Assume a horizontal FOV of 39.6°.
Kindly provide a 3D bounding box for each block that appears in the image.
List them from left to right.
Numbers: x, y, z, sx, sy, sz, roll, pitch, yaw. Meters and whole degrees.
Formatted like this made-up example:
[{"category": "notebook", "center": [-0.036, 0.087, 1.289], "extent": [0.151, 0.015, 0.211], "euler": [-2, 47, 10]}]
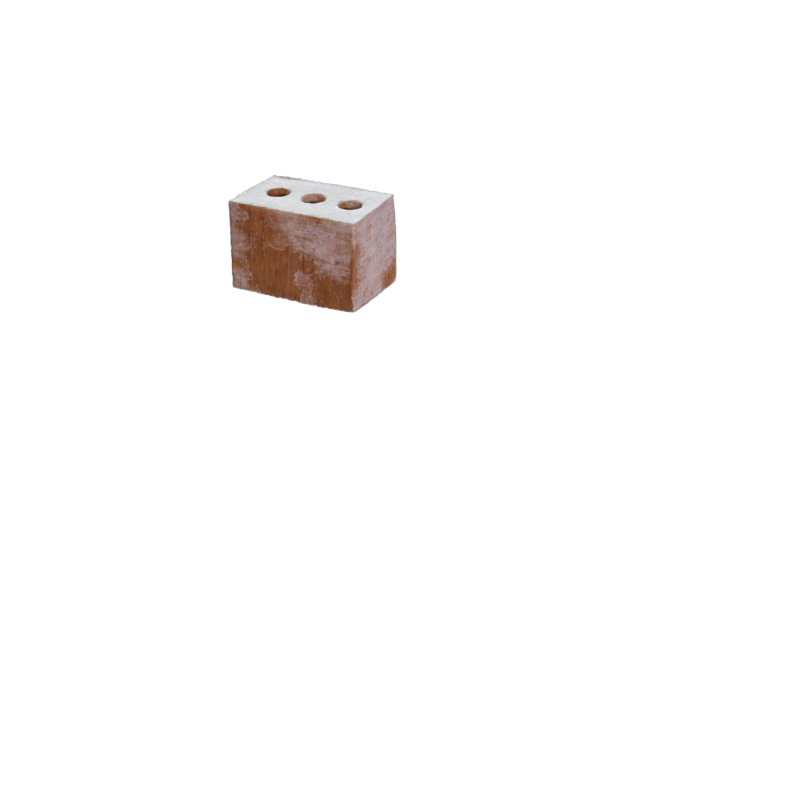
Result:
[{"category": "block", "center": [-0.047, -0.086, 0.602], "extent": [0.081, 0.049, 0.053], "euler": [13, 28, 23]}]
